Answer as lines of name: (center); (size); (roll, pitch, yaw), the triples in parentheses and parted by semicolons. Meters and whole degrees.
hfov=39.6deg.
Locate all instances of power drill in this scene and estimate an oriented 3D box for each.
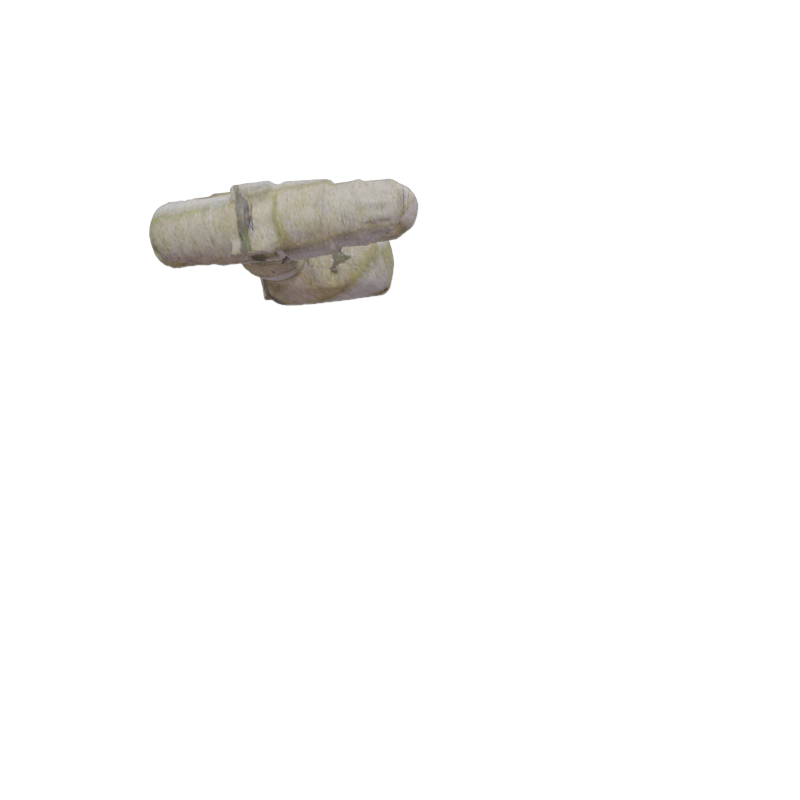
power drill: (-0.062, -0.114, 0.798); (0.188, 0.059, 0.179); (-2, -7, 16)
